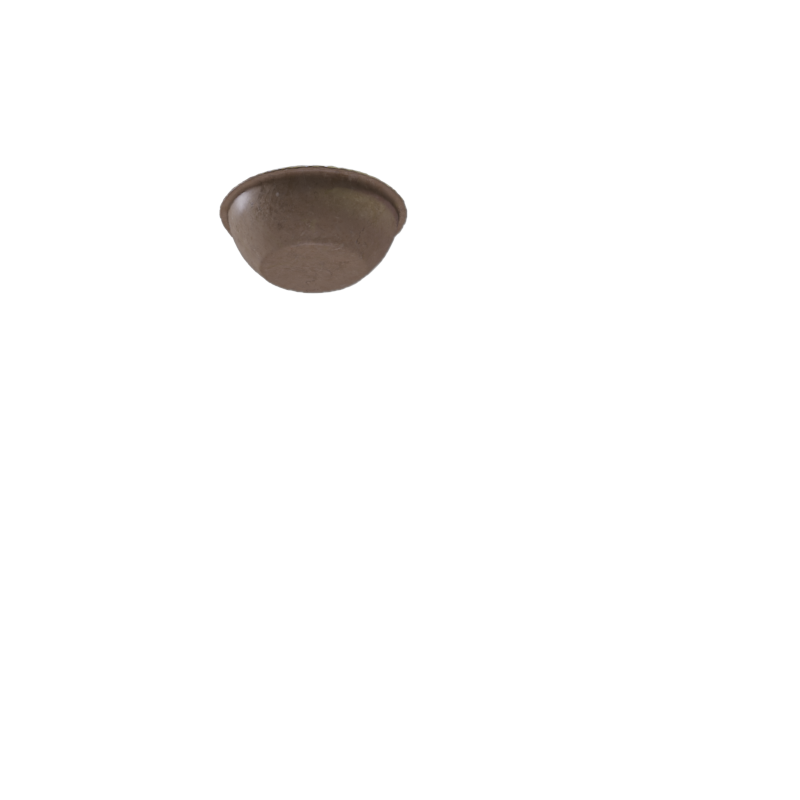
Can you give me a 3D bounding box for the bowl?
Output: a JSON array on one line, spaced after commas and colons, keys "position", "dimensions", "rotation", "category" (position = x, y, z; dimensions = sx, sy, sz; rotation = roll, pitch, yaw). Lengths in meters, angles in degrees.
[{"position": [-0.074, -0.135, 0.944], "dimensions": [0.162, 0.058, 0.153], "rotation": [1, -23, -2], "category": "bowl"}]
